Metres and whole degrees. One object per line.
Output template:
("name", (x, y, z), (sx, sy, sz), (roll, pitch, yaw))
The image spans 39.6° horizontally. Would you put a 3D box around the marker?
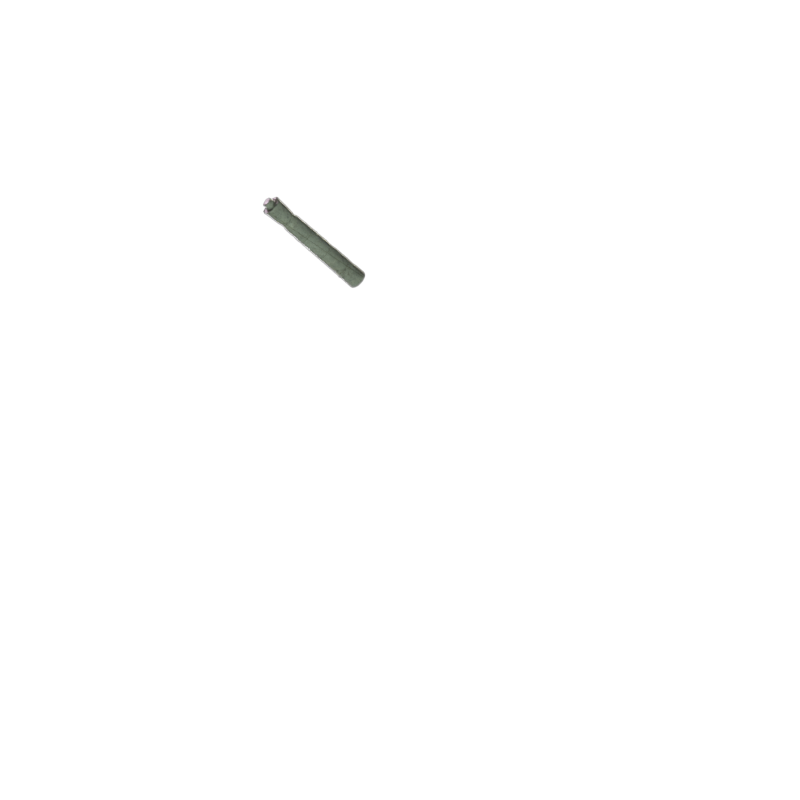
("marker", (-0.078, -0.143, 0.998), (0.114, 0.020, 0.020), (39, -18, -28))
